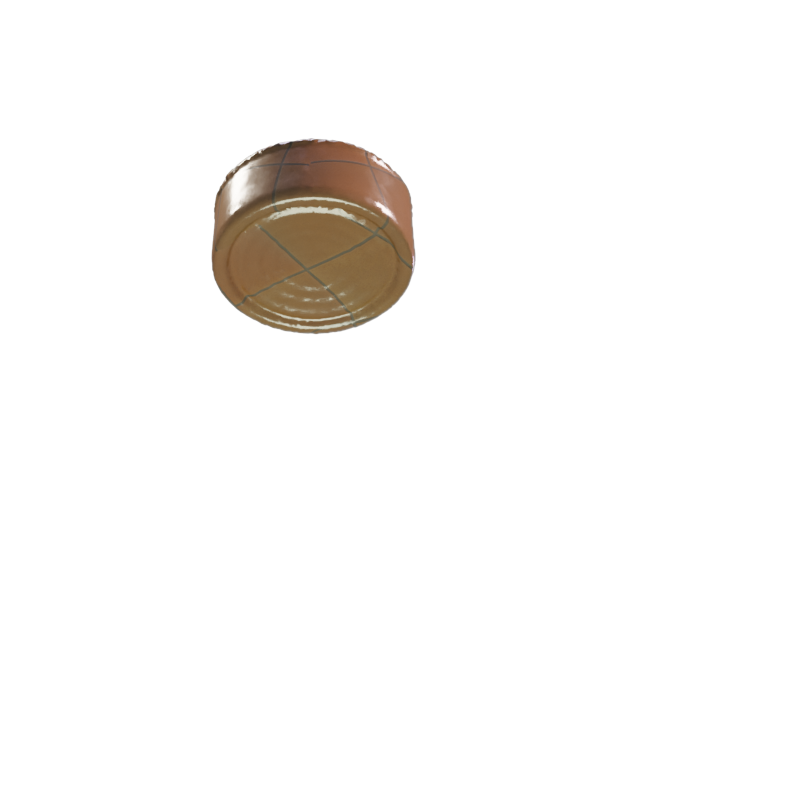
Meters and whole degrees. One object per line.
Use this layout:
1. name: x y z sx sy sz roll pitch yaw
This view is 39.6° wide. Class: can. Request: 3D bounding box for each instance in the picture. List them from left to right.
1. can: -0.037 -0.067 0.467 0.086 0.036 0.080 1 -41 -1
